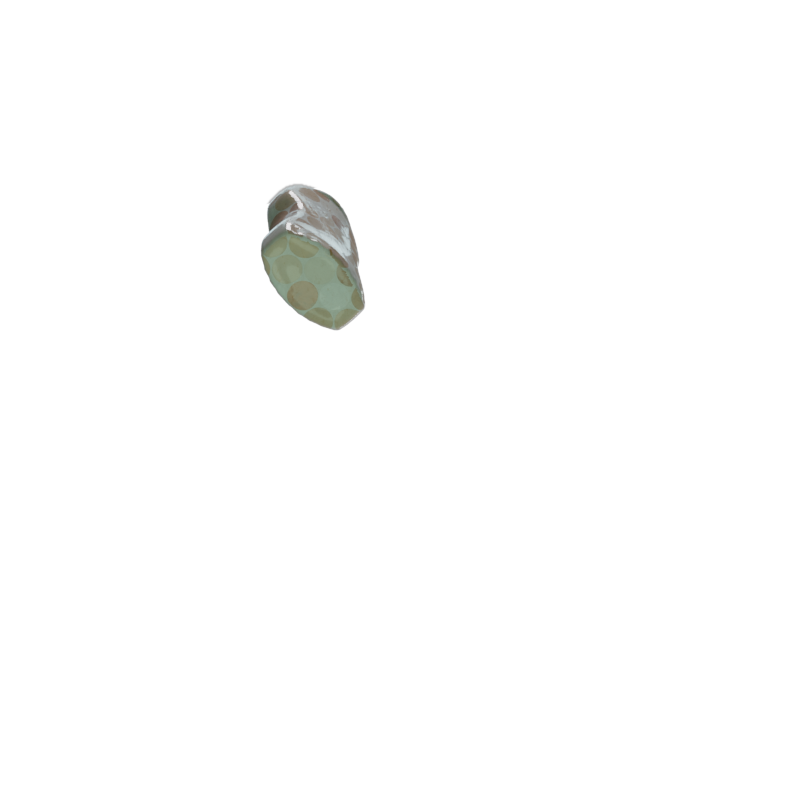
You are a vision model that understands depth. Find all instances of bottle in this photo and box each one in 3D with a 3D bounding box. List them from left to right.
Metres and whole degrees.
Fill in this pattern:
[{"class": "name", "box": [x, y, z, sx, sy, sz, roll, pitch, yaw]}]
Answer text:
[{"class": "bottle", "box": [-0.076, -0.139, 0.969, 0.092, 0.058, 0.202, 42, 17, -21]}]
